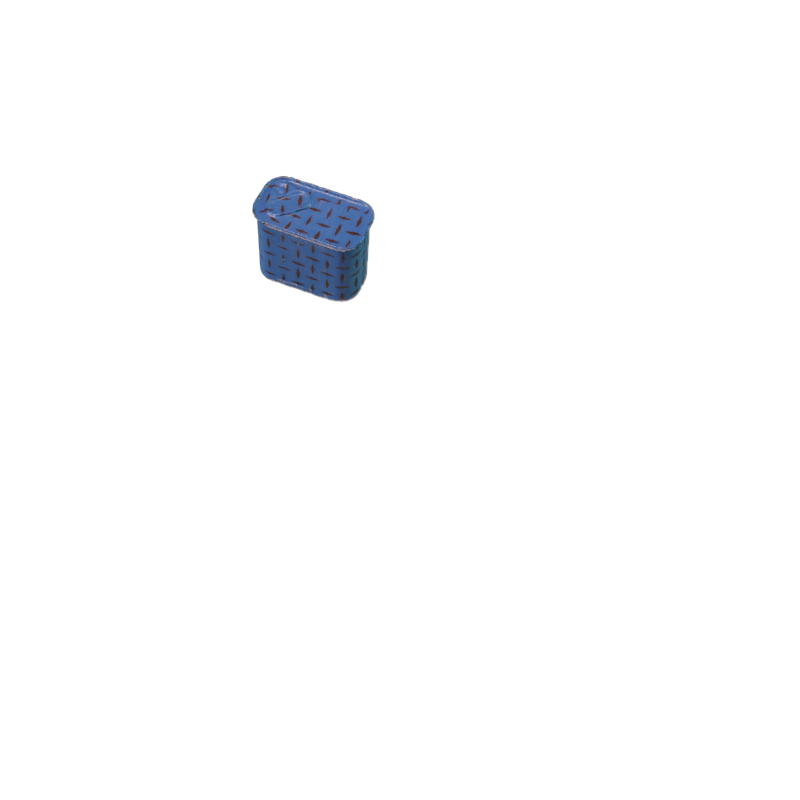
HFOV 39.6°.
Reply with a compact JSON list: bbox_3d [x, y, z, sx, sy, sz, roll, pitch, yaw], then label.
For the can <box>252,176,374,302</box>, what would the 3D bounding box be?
[{"bbox_3d":[-0.076,-0.139,0.971,0.105,0.060,0.078,20,-33,12],"label":"can"}]
